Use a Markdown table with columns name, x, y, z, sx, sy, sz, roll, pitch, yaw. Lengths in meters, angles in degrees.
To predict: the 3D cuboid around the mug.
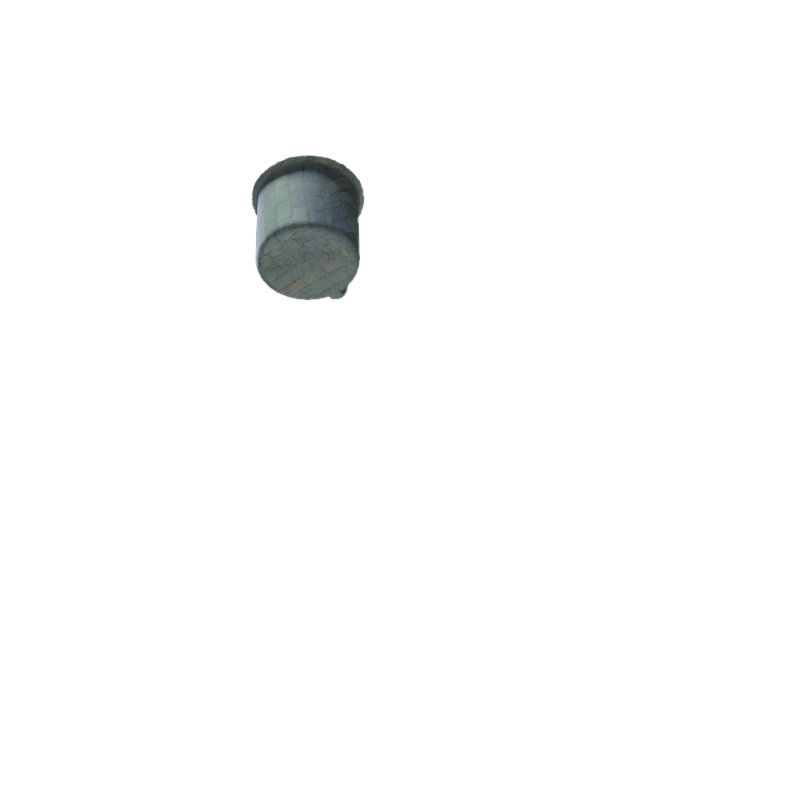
| name | x | y | z | sx | sy | sz | roll | pitch | yaw |
| --- | --- | --- | --- | --- | --- | --- | --- | --- | --- |
| mug | -0.070 | -0.127 | 0.893 | 0.094 | 0.088 | 0.108 | -15 | -45 | 13 |
